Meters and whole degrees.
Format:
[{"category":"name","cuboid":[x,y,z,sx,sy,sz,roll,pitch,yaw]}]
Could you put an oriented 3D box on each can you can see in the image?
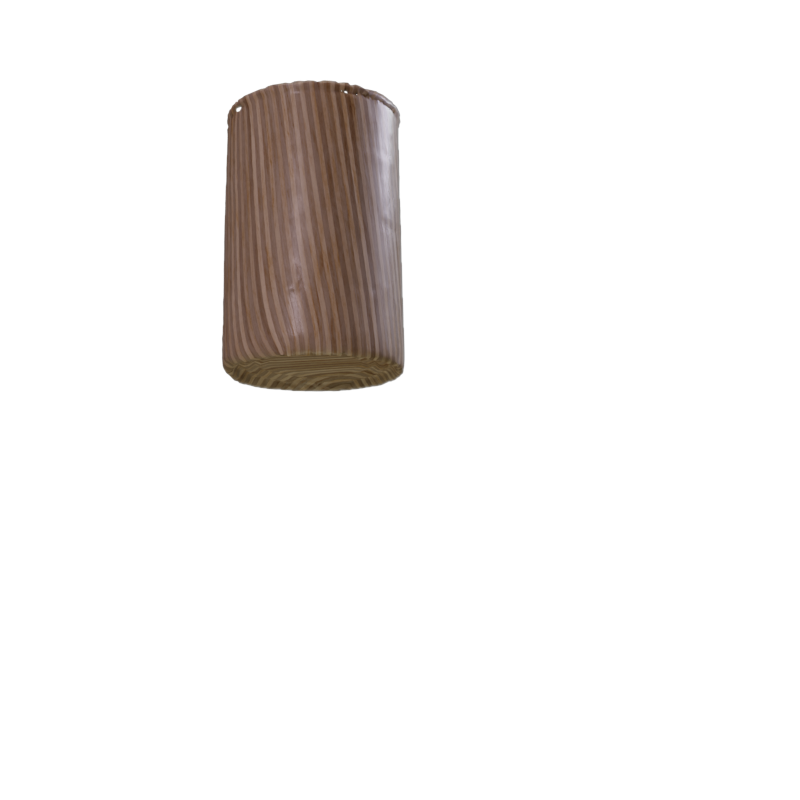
[{"category":"can","cuboid":[-0.033,-0.060,0.419,0.068,0.107,0.066,0,-16,-2]}]
